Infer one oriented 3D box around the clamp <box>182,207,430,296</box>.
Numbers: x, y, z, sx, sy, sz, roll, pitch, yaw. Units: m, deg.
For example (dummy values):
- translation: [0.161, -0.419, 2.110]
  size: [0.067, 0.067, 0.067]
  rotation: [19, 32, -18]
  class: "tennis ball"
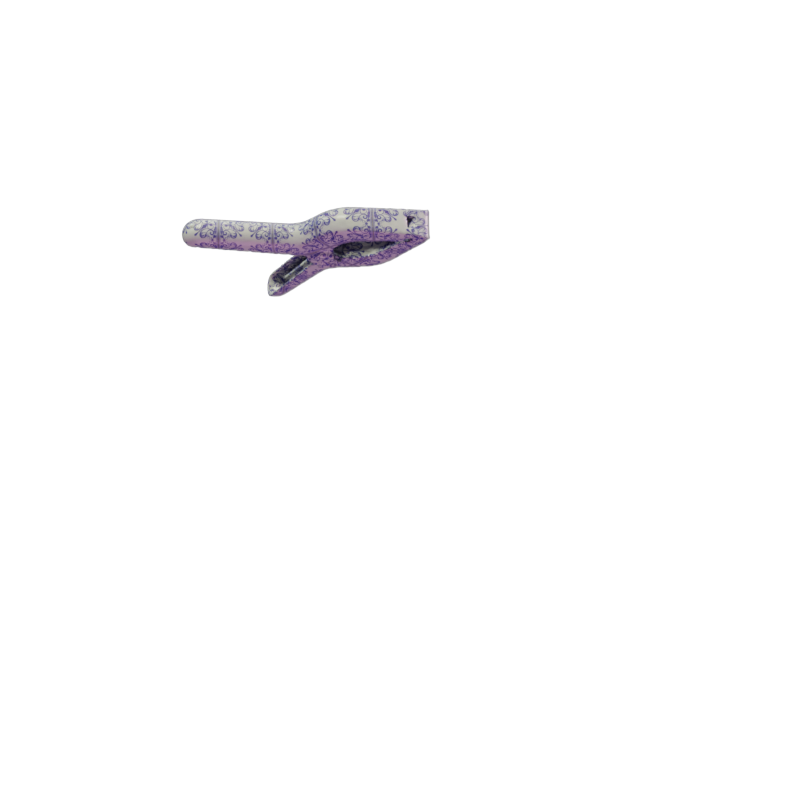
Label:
- translation: [-0.077, -0.141, 0.988]
  size: [0.214, 0.038, 0.154]
  rotation: [-9, -17, 31]
  class: "clamp"
